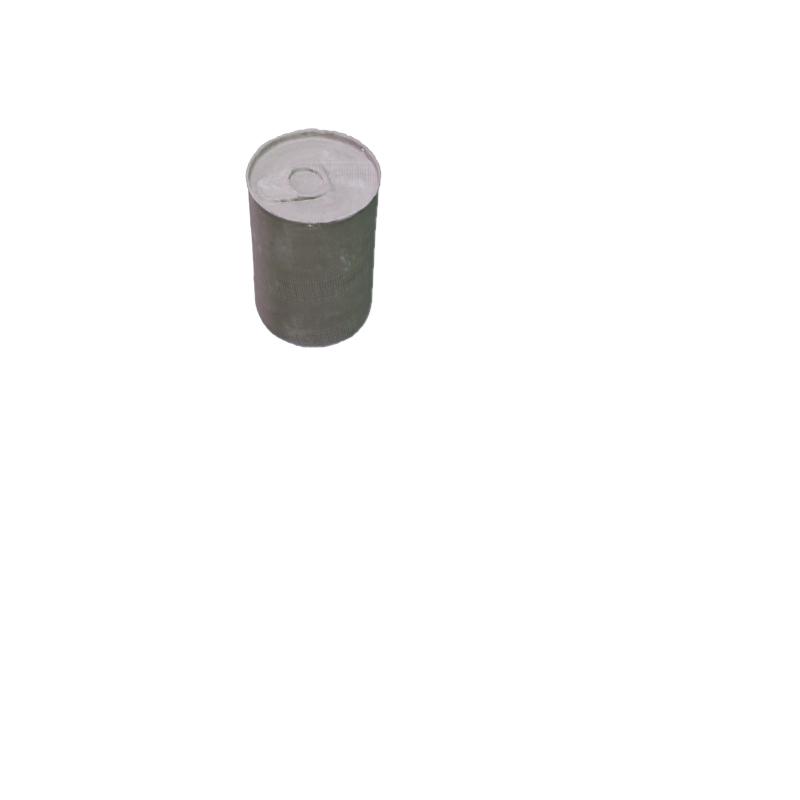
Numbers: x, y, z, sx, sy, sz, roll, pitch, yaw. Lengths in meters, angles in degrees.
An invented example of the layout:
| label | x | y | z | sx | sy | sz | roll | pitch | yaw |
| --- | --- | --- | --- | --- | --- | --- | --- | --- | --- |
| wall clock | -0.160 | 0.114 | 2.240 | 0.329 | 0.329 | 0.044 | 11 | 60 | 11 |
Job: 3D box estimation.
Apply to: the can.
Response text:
| label | x | y | z | sx | sy | sz | roll | pitch | yaw |
| --- | --- | --- | --- | --- | --- | --- | --- | --- | --- |
| can | -0.046 | -0.084 | 0.591 | 0.068 | 0.073 | 0.095 | 0 | -38 | -3 |
